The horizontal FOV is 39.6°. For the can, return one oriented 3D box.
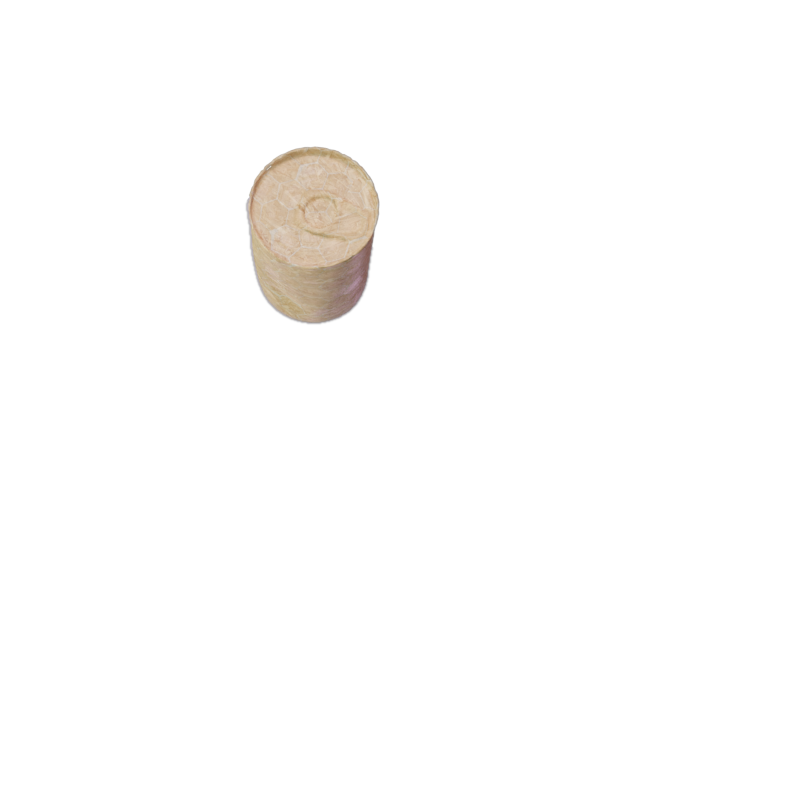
[{"bbox_3d":[-0.048,-0.088,0.616,0.068,0.072,0.098,0,-16,-3],"label":"can"}]
